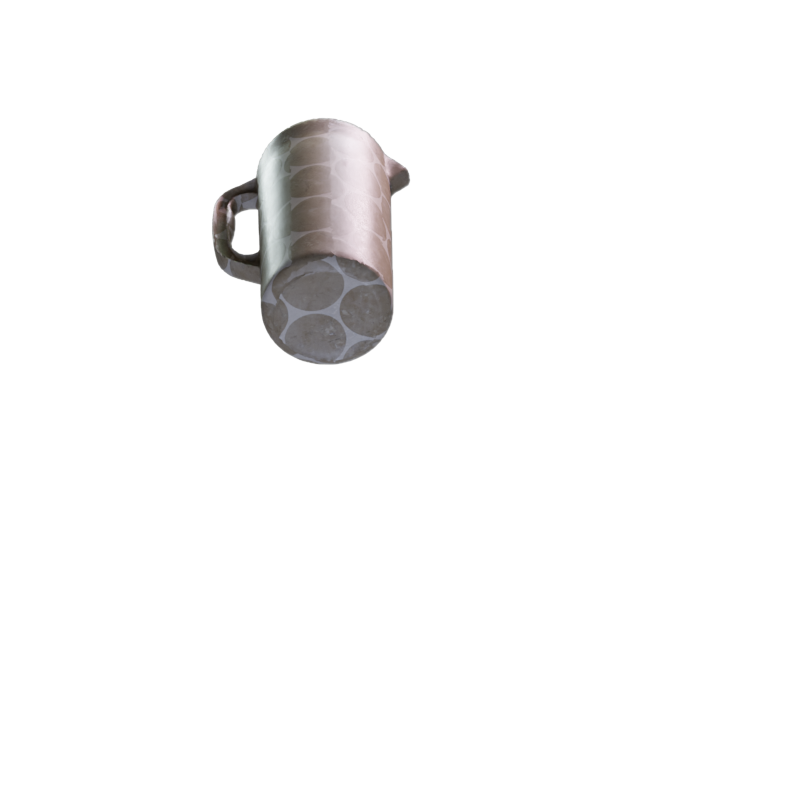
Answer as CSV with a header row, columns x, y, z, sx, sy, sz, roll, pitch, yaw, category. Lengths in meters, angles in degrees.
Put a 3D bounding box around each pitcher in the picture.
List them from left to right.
x,y,z,sx,sy,sz,roll,pitch,yaw,category
-0.078,-0.142,0.992,0.138,0.146,0.260,32,28,-23,pitcher
